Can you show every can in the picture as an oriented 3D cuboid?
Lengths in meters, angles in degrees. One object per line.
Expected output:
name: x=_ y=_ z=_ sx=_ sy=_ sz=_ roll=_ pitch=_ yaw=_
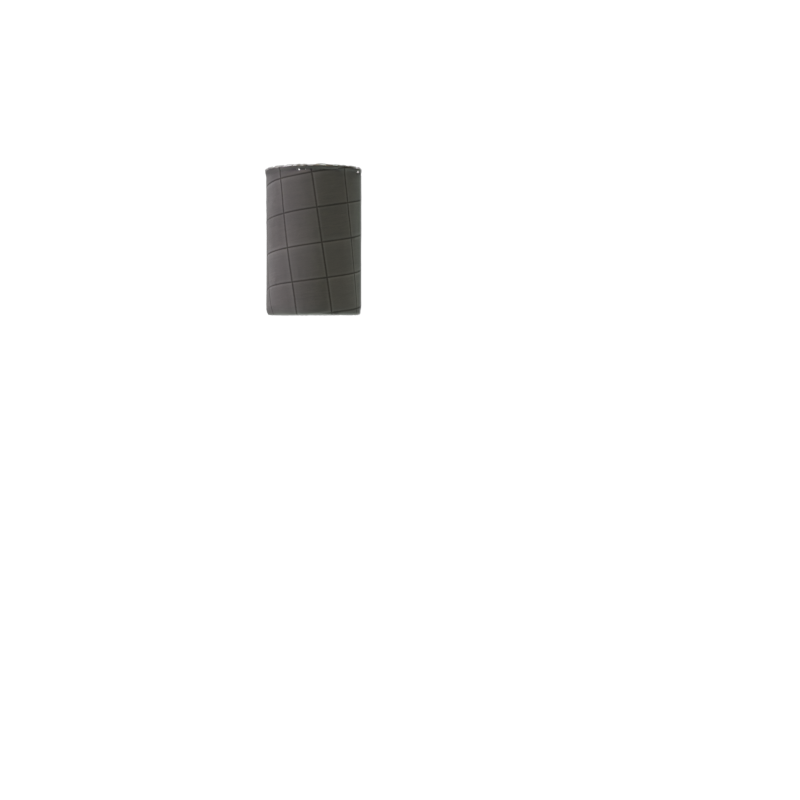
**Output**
can: x=-0.061 y=-0.110 z=0.773 sx=0.068 sy=0.103 sz=0.068 roll=0 pitch=0 yaw=-2
